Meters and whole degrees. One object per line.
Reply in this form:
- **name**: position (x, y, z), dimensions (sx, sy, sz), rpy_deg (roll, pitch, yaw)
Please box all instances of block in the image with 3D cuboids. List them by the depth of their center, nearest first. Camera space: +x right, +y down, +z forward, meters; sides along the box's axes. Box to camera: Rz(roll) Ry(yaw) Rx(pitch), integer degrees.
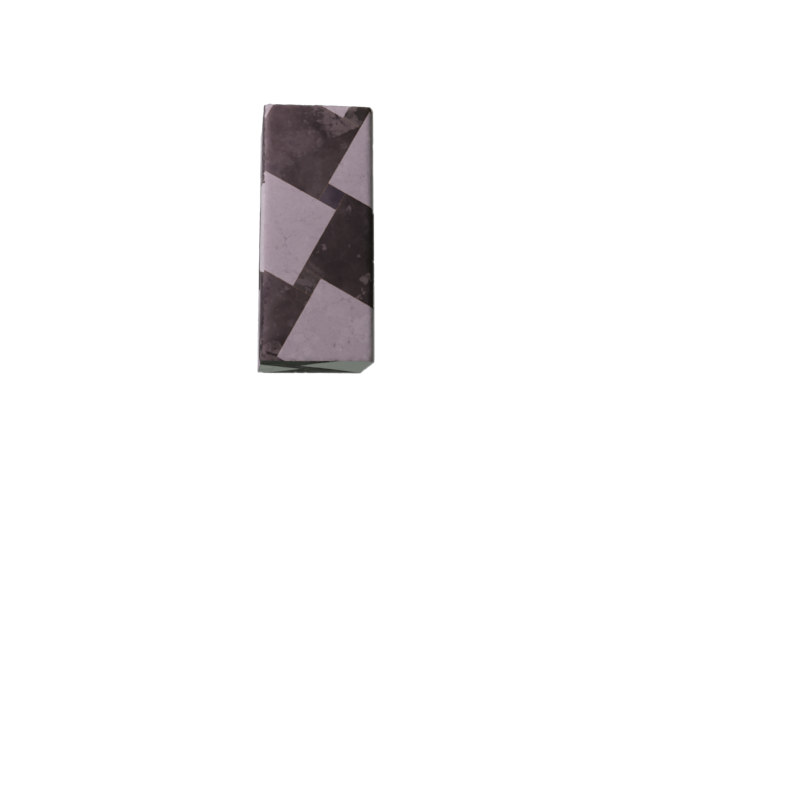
- **block**: position (-0.070, -0.130, 0.908), dimensions (0.089, 0.212, 0.089), rpy_deg (1, -11, -7)
